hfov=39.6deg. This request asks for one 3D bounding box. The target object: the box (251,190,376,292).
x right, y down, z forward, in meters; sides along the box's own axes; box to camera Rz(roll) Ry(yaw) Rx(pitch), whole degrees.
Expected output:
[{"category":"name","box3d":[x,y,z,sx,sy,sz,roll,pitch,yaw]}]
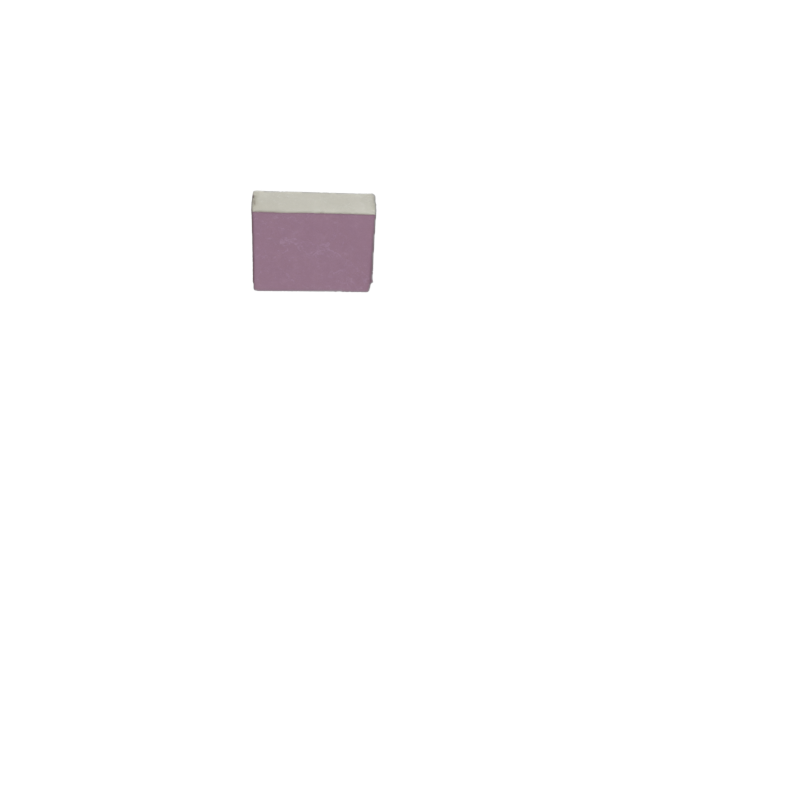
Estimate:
[{"category":"box","box3d":[-0.063,-0.115,0.807,0.089,0.068,0.032,1,41,-1]}]
